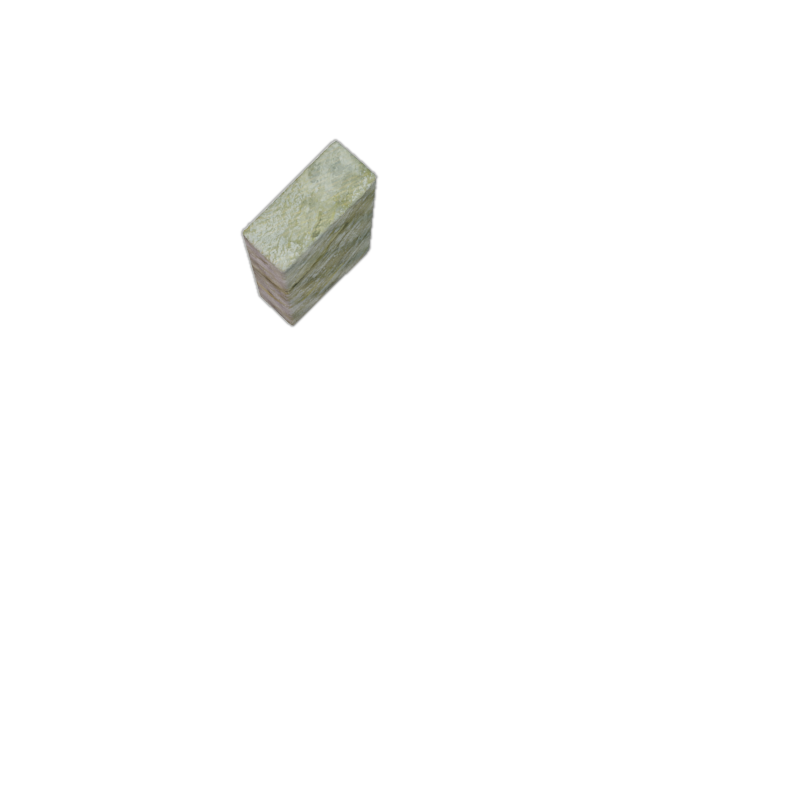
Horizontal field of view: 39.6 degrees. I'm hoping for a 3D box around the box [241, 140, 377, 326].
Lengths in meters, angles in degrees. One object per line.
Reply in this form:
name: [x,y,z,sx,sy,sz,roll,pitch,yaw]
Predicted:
box: [-0.063,-0.115,0.807,0.049,0.094,0.172,43,-8,2]
